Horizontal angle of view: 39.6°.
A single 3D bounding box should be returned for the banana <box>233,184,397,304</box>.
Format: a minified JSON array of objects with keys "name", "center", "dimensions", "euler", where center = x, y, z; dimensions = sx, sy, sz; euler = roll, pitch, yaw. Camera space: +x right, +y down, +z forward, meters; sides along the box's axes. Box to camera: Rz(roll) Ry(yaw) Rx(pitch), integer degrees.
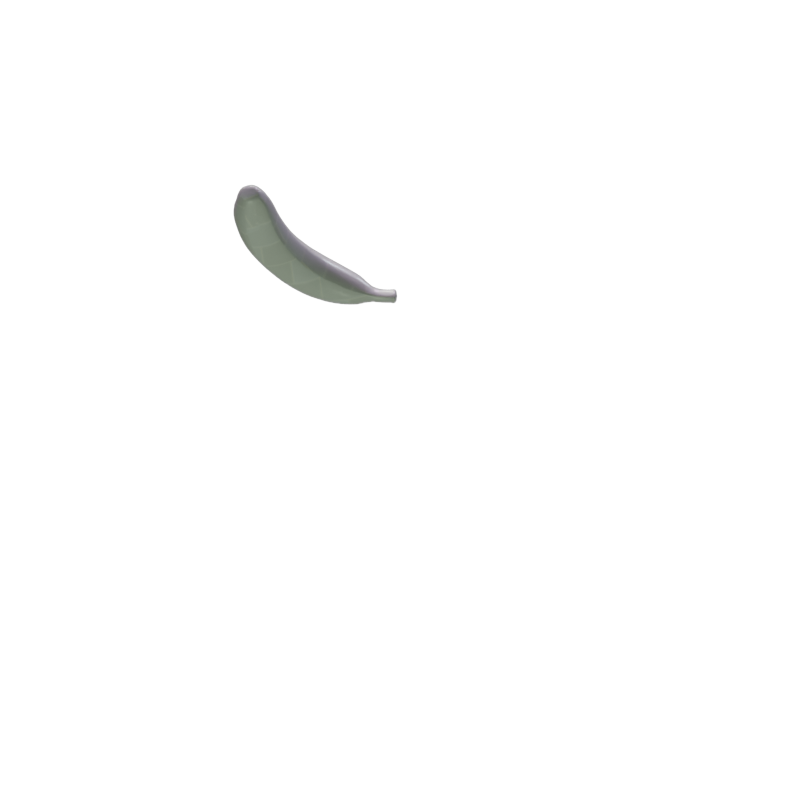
[{"name":"banana","center":[-0.084,-0.124,0.924],"dimensions":[0.070,0.039,0.184],"euler":[-20,-33,33]}]
